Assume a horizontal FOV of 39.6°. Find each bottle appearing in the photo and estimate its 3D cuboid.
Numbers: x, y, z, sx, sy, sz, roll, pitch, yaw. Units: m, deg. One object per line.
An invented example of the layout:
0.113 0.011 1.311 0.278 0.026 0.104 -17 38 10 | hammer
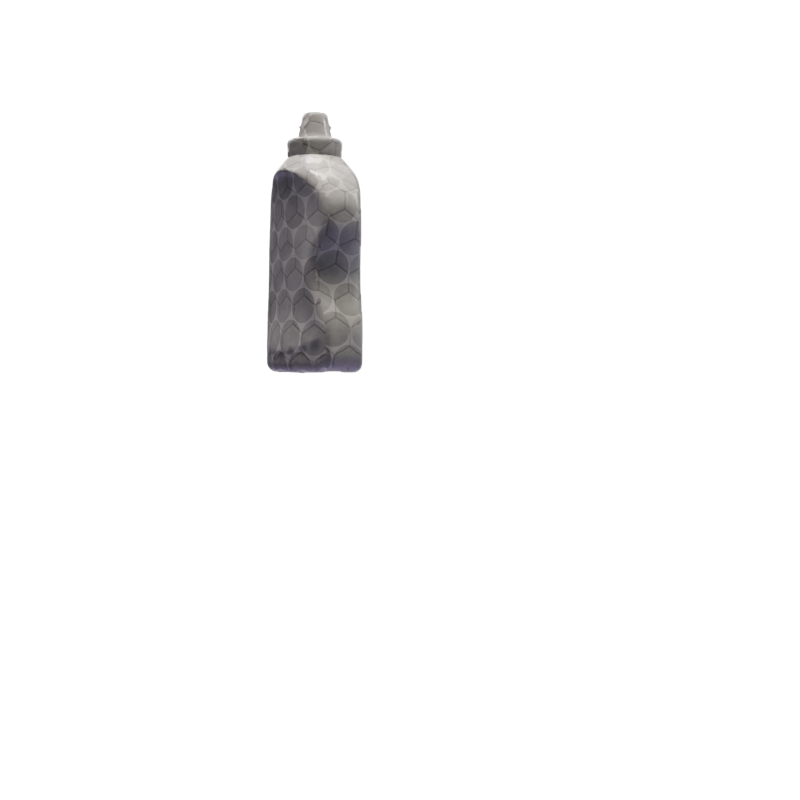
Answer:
-0.064 -0.117 0.820 0.056 0.194 0.098 2 -5 -28 | bottle
